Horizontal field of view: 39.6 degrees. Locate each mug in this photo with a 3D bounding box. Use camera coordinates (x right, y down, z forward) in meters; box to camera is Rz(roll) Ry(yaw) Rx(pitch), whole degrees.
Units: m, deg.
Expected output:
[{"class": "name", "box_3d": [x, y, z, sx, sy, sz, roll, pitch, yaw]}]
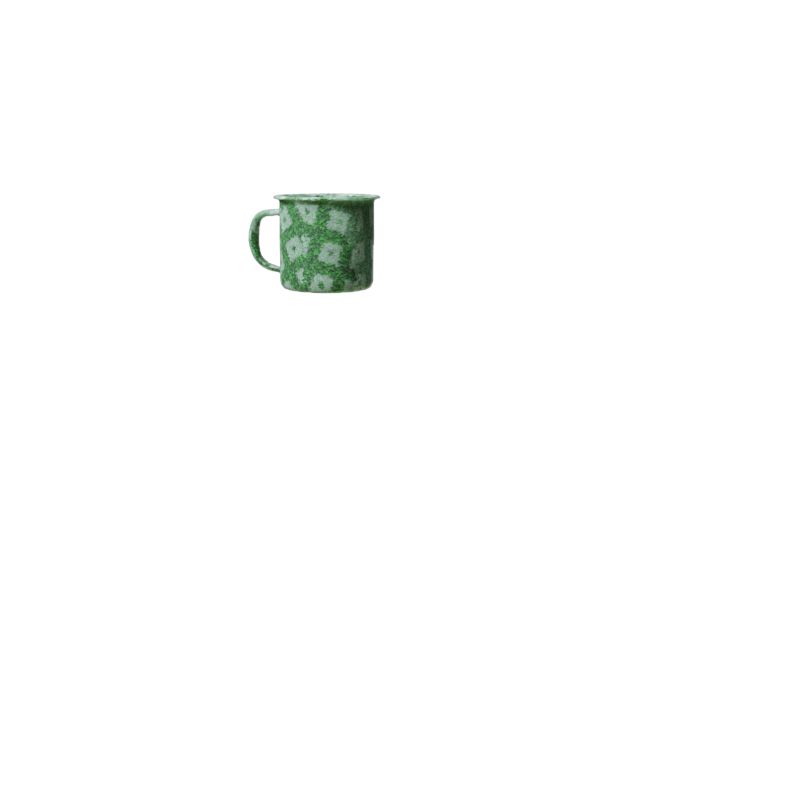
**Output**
[{"class": "mug", "box_3d": [-0.076, -0.138, 0.967, 0.119, 0.080, 0.094, 2, 9, 10]}]
